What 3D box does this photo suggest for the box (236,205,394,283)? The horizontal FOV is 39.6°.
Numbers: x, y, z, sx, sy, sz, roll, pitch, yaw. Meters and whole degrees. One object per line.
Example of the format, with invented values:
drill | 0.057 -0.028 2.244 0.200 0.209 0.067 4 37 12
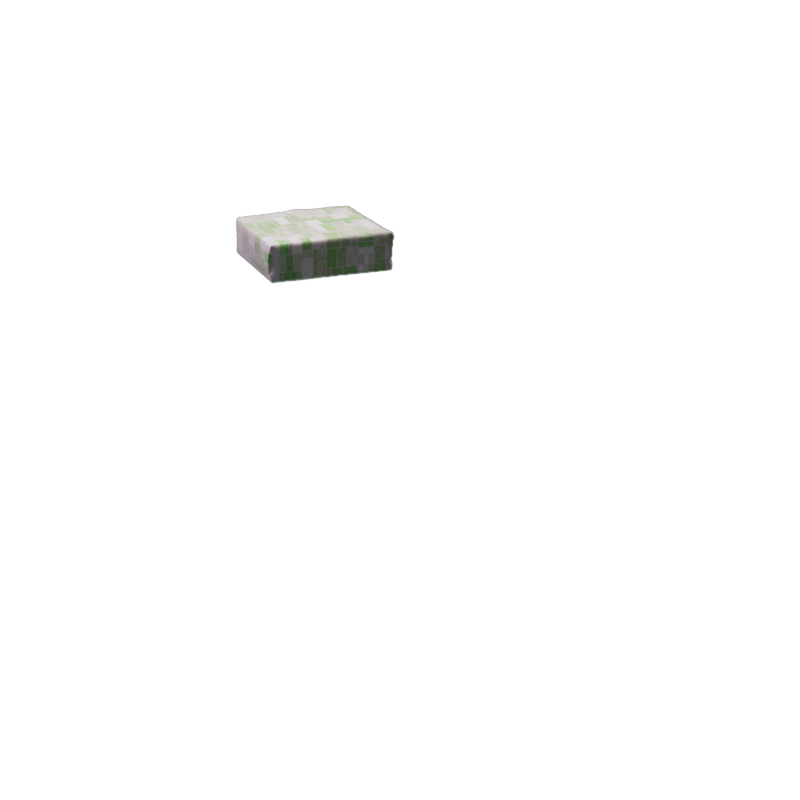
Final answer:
box | -0.059 -0.108 0.754 0.087 0.029 0.078 -10 25 -22
